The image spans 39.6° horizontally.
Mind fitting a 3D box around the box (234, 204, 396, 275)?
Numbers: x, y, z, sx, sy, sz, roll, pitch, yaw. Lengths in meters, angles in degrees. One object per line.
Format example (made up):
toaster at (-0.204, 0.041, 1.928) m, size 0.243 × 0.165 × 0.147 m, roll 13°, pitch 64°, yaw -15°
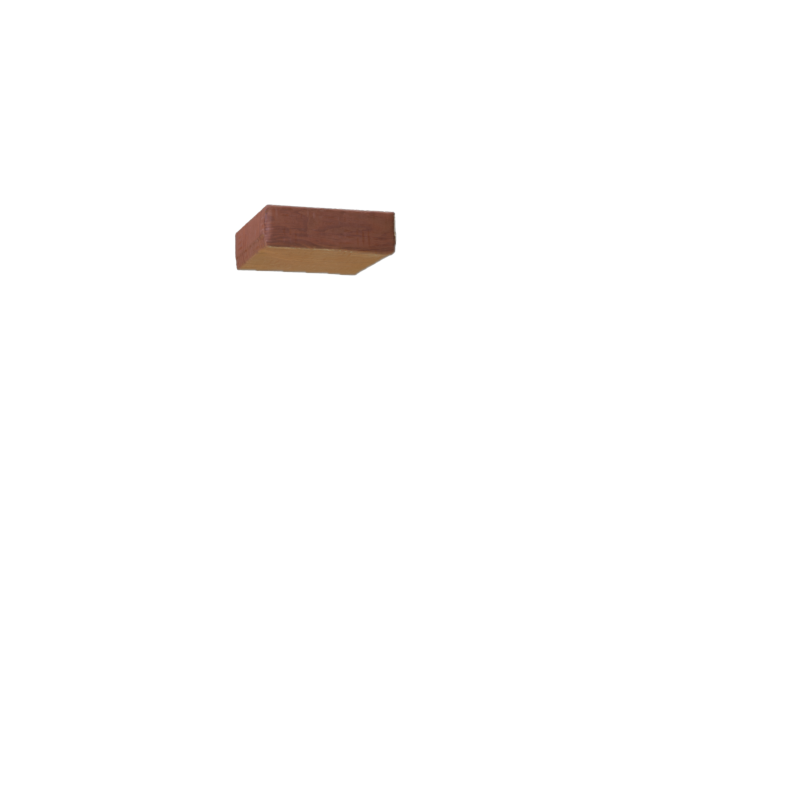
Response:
box at (-0.071, -0.130, 0.913) m, size 0.110 × 0.040 × 0.090 m, roll 2°, pitch -7°, yaw -21°
